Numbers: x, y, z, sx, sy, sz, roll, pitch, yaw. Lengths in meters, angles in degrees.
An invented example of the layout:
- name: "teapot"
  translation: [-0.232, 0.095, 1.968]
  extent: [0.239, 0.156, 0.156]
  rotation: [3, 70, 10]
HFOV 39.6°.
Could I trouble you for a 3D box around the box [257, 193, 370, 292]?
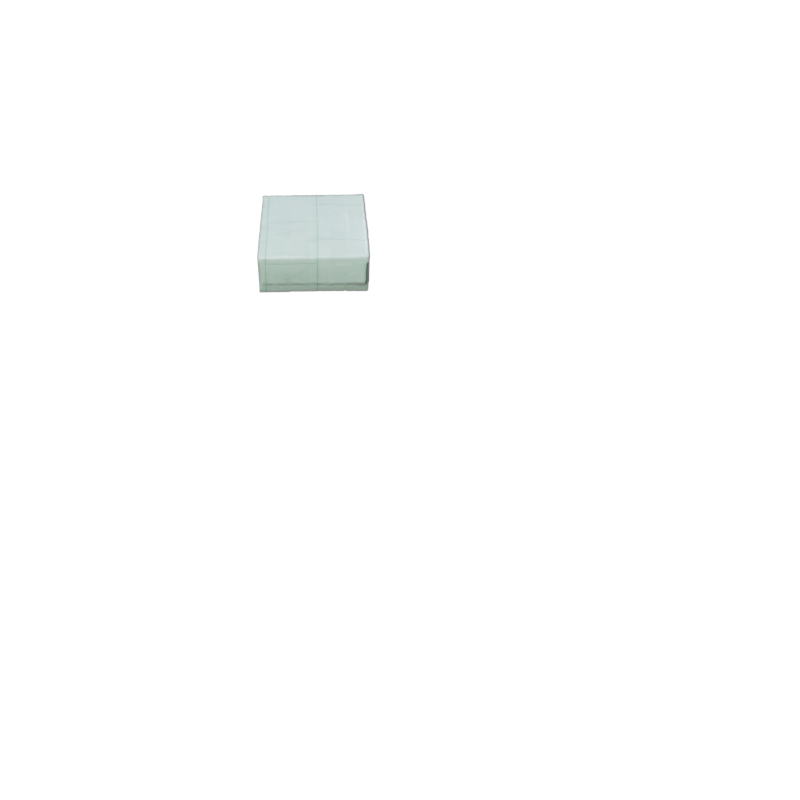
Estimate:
- name: "box"
  translation: [-0.073, -0.133, 0.928]
  extent: [0.090, 0.037, 0.121]
  rotation: [-1, 33, -2]
